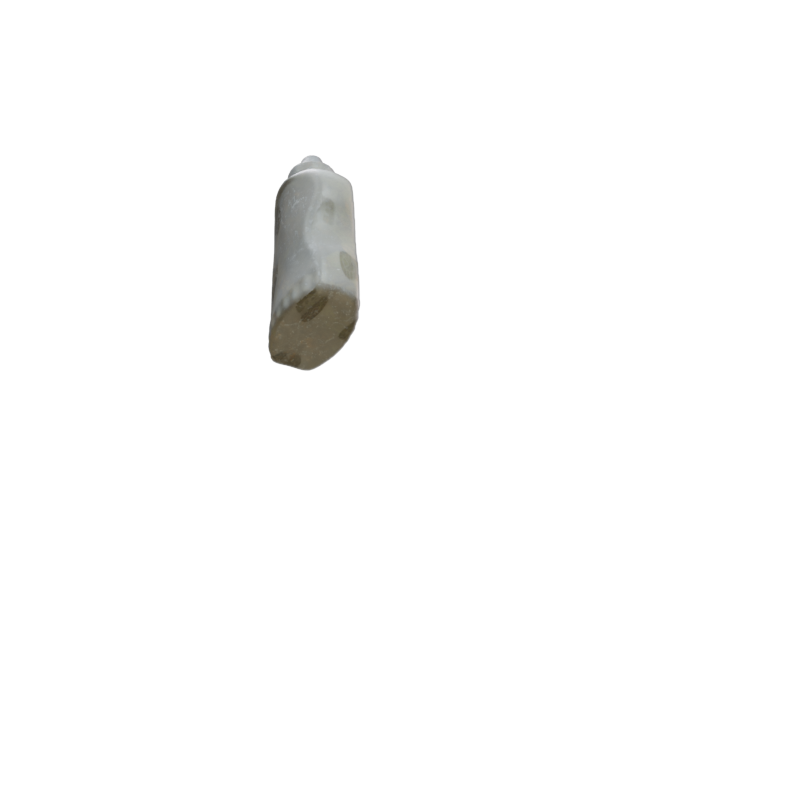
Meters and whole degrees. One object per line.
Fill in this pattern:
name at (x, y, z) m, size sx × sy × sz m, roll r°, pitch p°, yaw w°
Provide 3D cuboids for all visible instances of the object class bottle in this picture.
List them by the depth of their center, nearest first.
bottle at (-0.068, -0.124, 0.869) m, size 0.057 × 0.206 × 0.092 m, roll 15°, pitch -45°, yaw -19°
